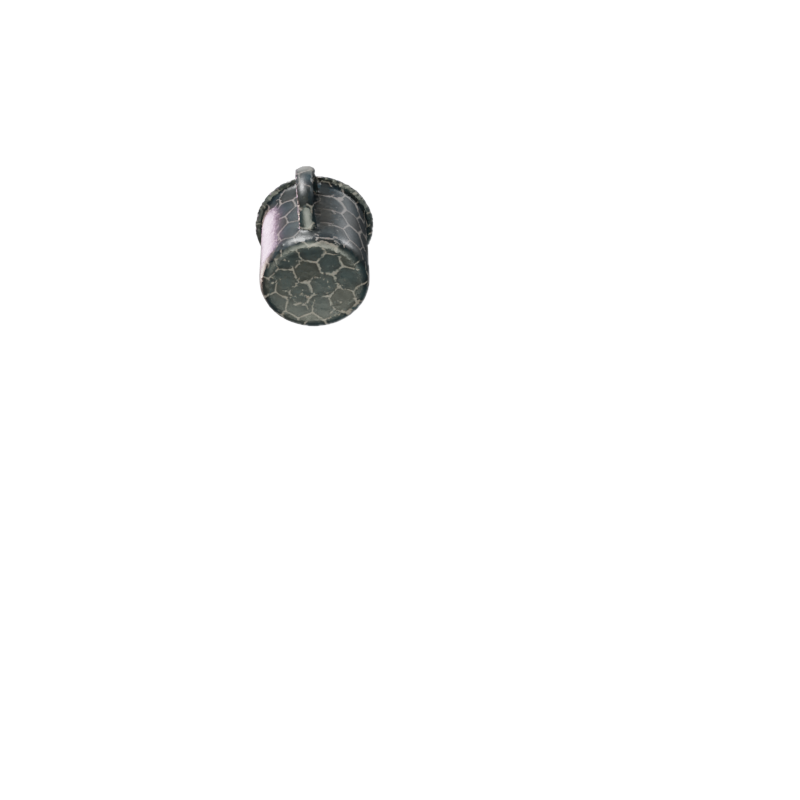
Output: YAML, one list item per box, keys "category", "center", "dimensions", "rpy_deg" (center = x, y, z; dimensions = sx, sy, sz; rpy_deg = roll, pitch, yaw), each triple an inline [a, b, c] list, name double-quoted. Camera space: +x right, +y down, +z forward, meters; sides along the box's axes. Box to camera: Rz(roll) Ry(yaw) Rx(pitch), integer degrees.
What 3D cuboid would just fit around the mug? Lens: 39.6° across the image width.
- category: "mug"
  center: [-0.066, -0.119, 0.837]
  dimensions: [0.093, 0.109, 0.087]
  rpy_deg: [-3, 37, 0]
